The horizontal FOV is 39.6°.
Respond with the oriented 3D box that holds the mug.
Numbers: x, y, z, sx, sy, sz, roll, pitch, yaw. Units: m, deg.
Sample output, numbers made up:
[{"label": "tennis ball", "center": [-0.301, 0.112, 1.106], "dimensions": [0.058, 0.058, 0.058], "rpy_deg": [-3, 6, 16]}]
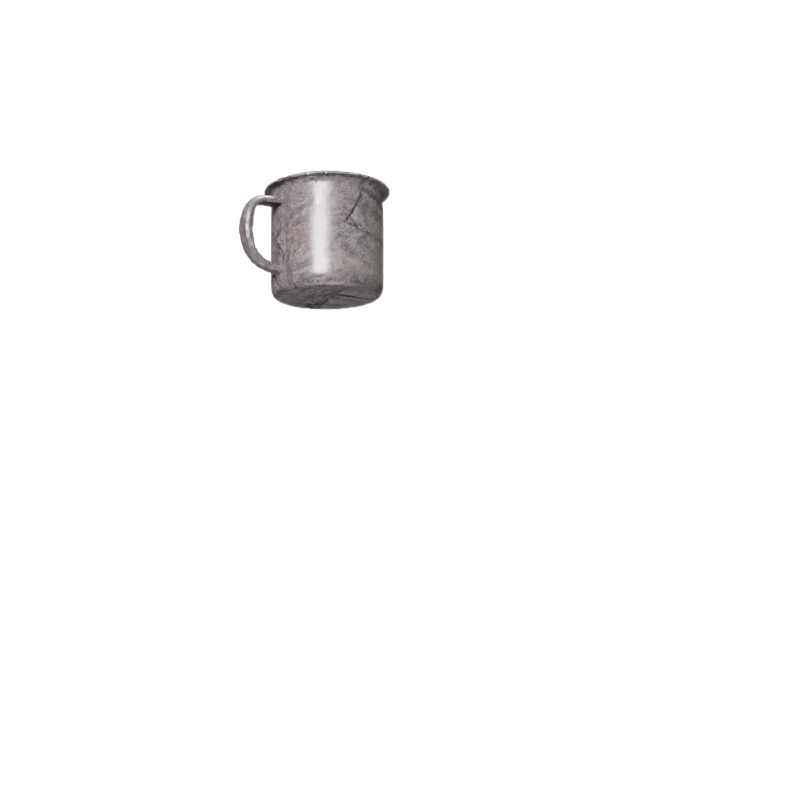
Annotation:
[{"label": "mug", "center": [-0.063, -0.115, 0.804], "dimensions": [0.112, 0.084, 0.094], "rpy_deg": [8, -15, -35]}]
